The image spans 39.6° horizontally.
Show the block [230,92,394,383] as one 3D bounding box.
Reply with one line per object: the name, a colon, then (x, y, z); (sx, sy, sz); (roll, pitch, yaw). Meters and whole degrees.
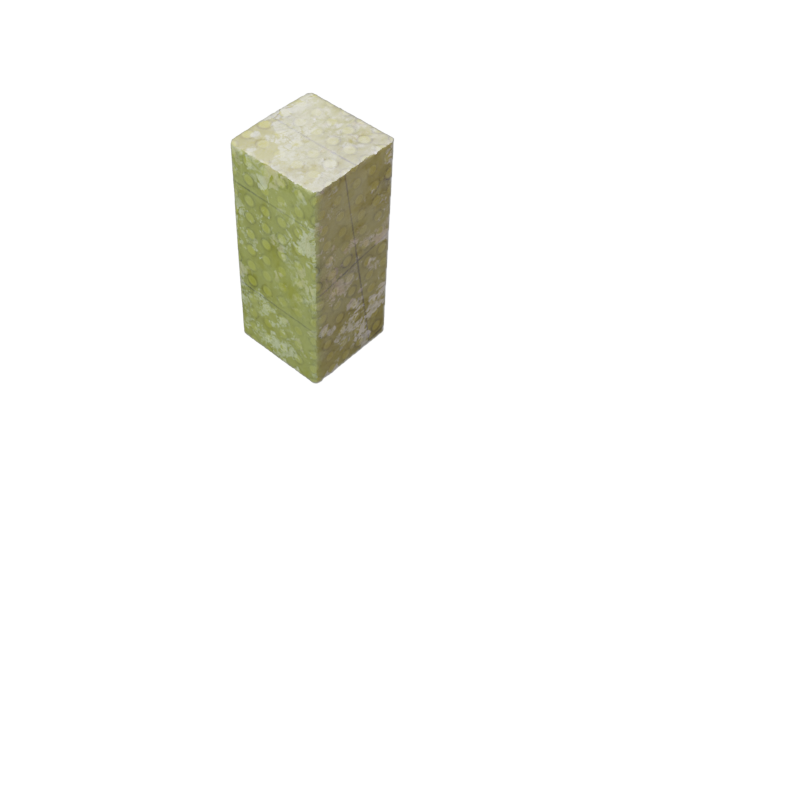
block: (-0.070, -0.126, 0.884); (0.096, 0.192, 0.091); (35, 54, 26)
